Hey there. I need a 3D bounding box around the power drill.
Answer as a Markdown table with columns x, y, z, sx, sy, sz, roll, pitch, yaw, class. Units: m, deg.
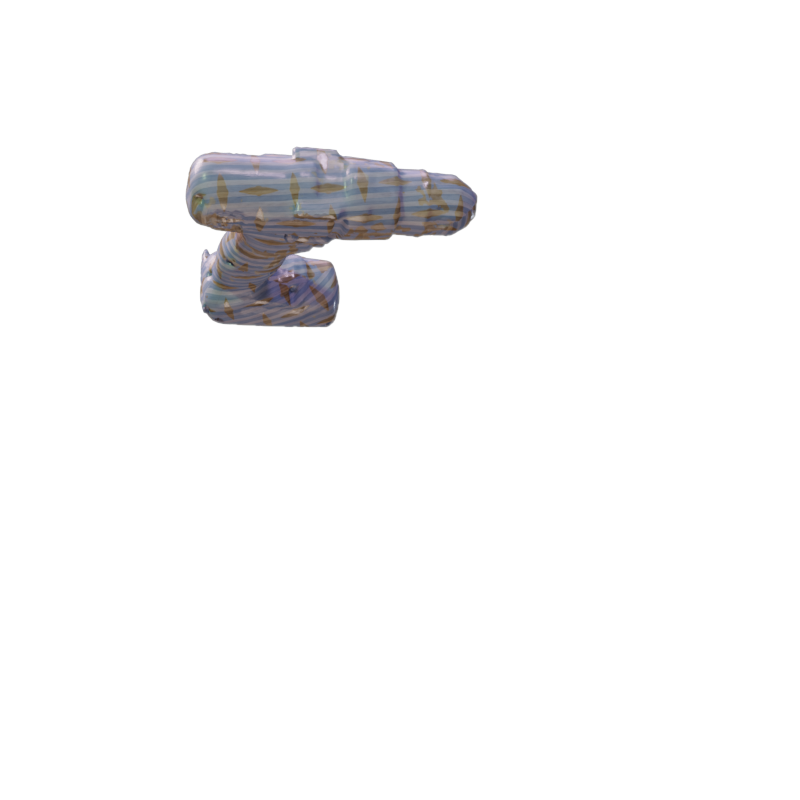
| x | y | z | sx | sy | sz | roll | pitch | yaw | class |
| --- | --- | --- | --- | --- | --- | --- | --- | --- | --- |
| -0.059 | -0.108 | 0.755 | 0.181 | 0.060 | 0.181 | 5 | -21 | -12 | power drill |
